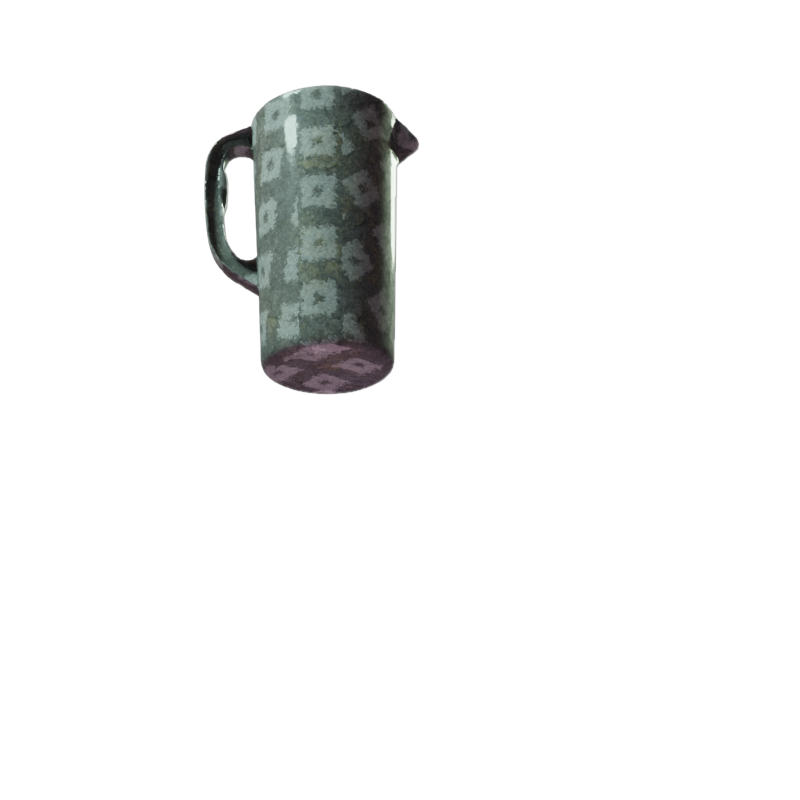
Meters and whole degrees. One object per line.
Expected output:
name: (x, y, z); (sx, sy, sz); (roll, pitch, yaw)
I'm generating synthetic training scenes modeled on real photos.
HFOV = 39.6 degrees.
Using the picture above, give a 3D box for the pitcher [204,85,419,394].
pitcher: (-0.074, -0.135, 0.943); (0.150, 0.257, 0.136); (-23, -33, 37)
